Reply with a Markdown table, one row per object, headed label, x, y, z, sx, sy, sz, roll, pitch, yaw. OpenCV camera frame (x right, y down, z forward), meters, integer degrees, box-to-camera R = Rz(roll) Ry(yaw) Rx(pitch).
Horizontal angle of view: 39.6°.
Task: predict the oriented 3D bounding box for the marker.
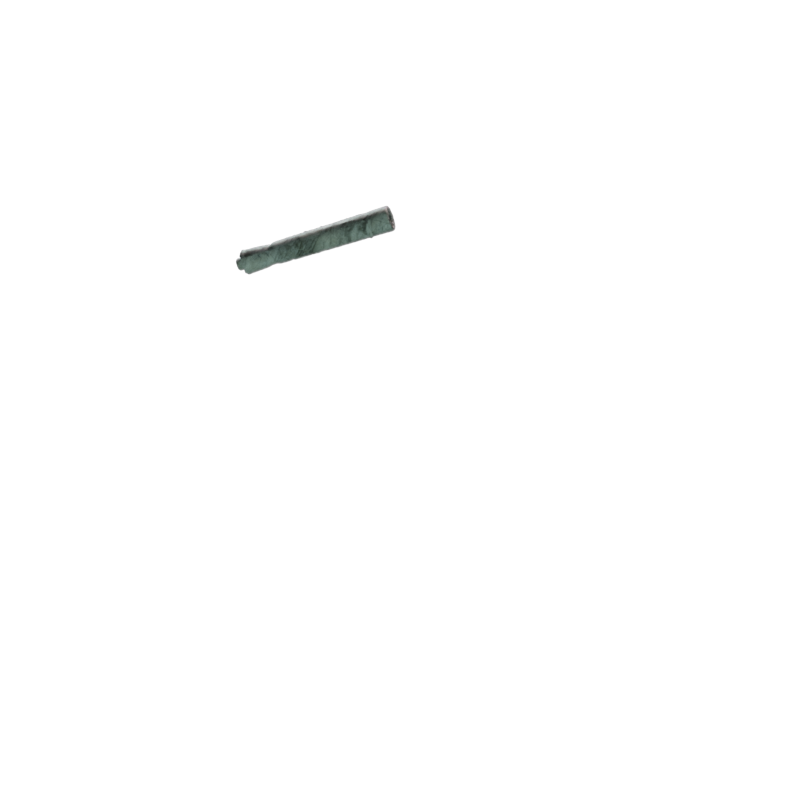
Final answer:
| label | x | y | z | sx | sy | sz | roll | pitch | yaw |
| --- | --- | --- | --- | --- | --- | --- | --- | --- | --- |
| marker | -0.063 | -0.115 | 0.808 | 0.122 | 0.020 | 0.019 | -15 | 0 | 15 |
